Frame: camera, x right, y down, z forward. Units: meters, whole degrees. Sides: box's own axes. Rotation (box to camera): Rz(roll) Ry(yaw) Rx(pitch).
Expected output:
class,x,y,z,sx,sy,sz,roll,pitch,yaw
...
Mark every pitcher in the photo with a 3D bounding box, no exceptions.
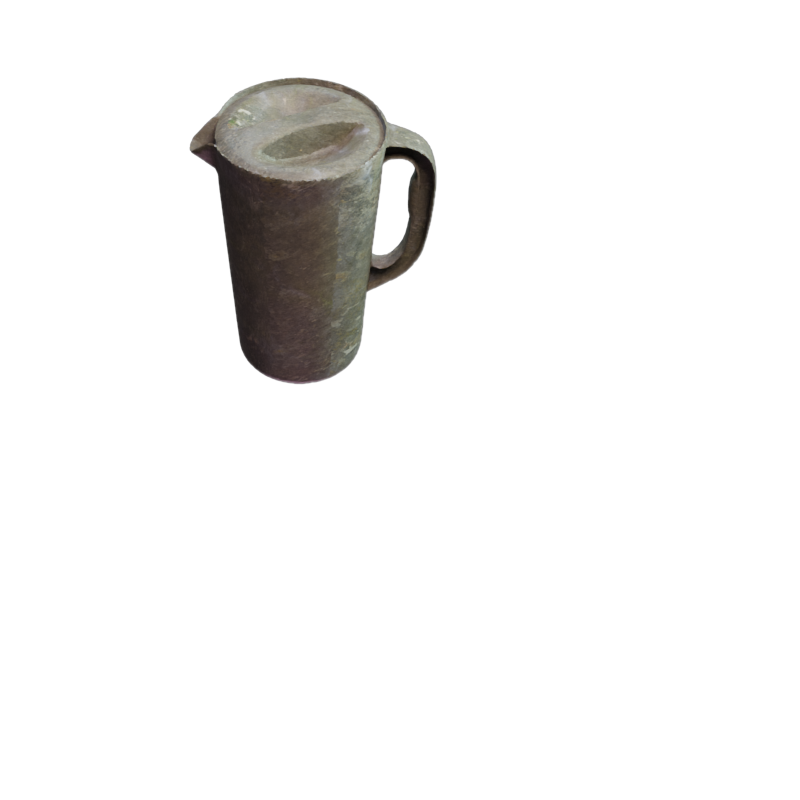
class,x,y,z,sx,sy,sz,roll,pitch,yaw
pitcher,-0.071,-0.129,0.903,0.159,0.226,0.146,35,53,27
